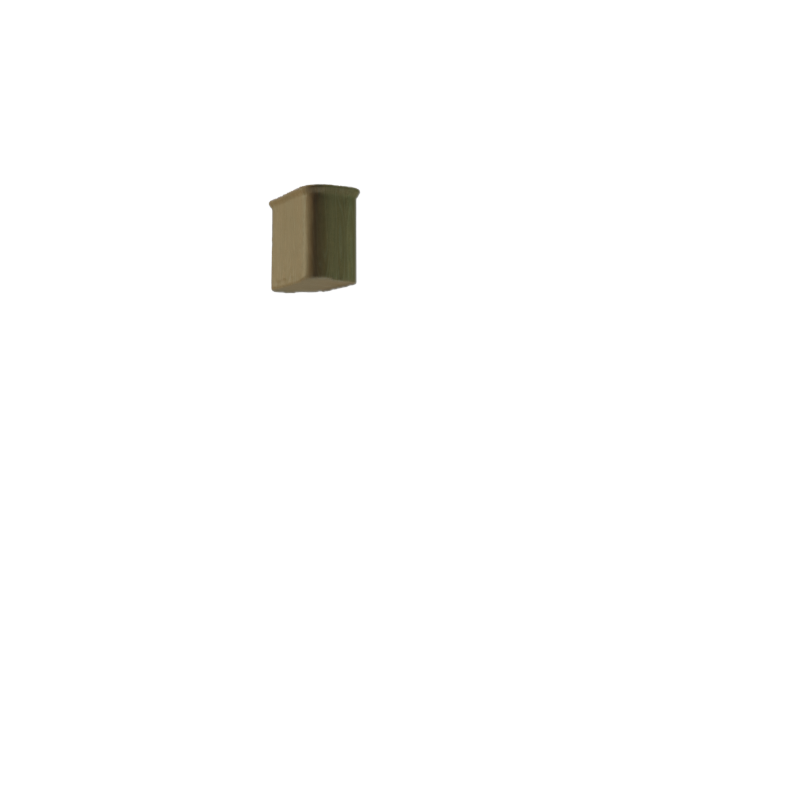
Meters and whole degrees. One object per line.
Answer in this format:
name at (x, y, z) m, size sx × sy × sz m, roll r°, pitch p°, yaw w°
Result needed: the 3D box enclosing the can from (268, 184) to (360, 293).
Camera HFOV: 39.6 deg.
can at (-0.078, -0.143, 0.998) m, size 0.055 × 0.085 × 0.104 m, roll 3°, pitch -6°, yaw -29°
